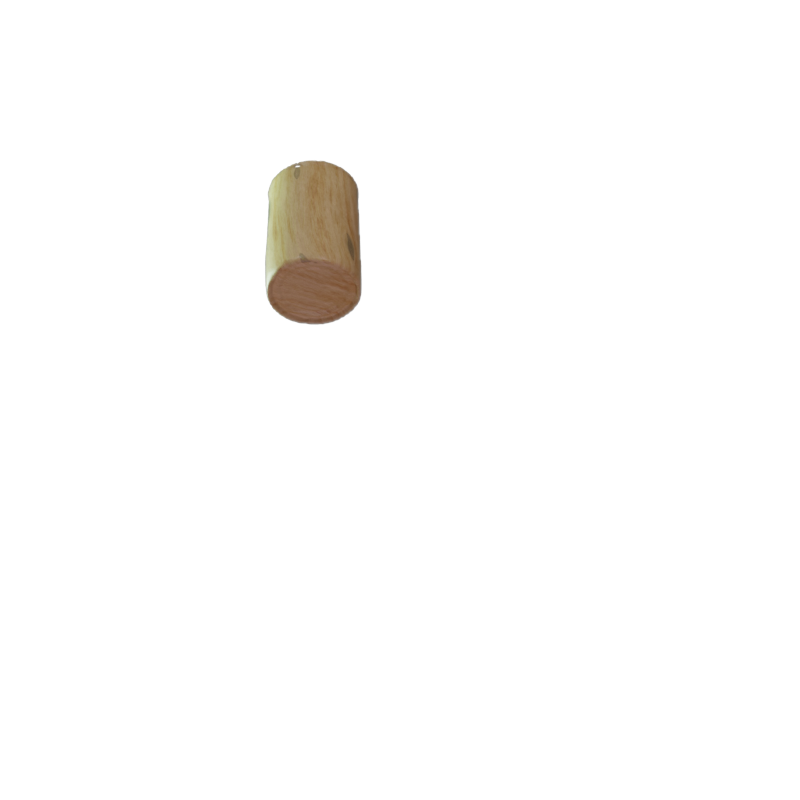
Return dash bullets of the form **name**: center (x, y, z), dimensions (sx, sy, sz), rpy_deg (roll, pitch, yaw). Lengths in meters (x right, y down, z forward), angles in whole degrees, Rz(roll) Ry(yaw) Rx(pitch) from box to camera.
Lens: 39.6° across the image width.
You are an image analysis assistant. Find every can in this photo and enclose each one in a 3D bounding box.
- **can**: center (-0.062, -0.113, 0.792), dimensions (0.068, 0.110, 0.064), rpy_deg (-1, -42, -3)
